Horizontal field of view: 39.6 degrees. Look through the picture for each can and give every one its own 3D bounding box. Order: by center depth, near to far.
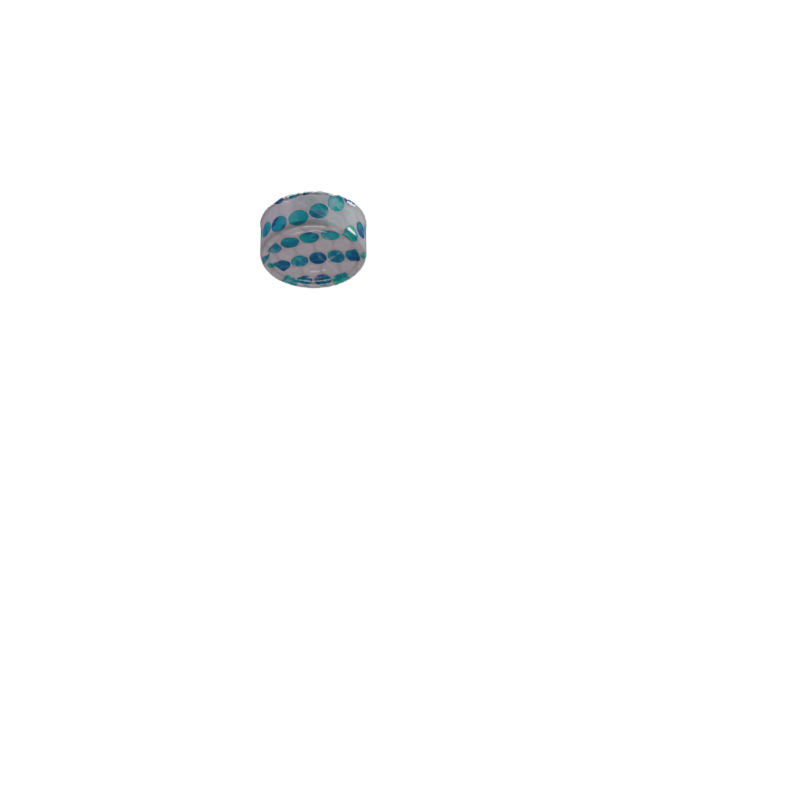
[{"bbox_3d":[-0.069,-0.126,0.882,0.086,0.036,0.080,1,-33,-2],"label":"can"}]
